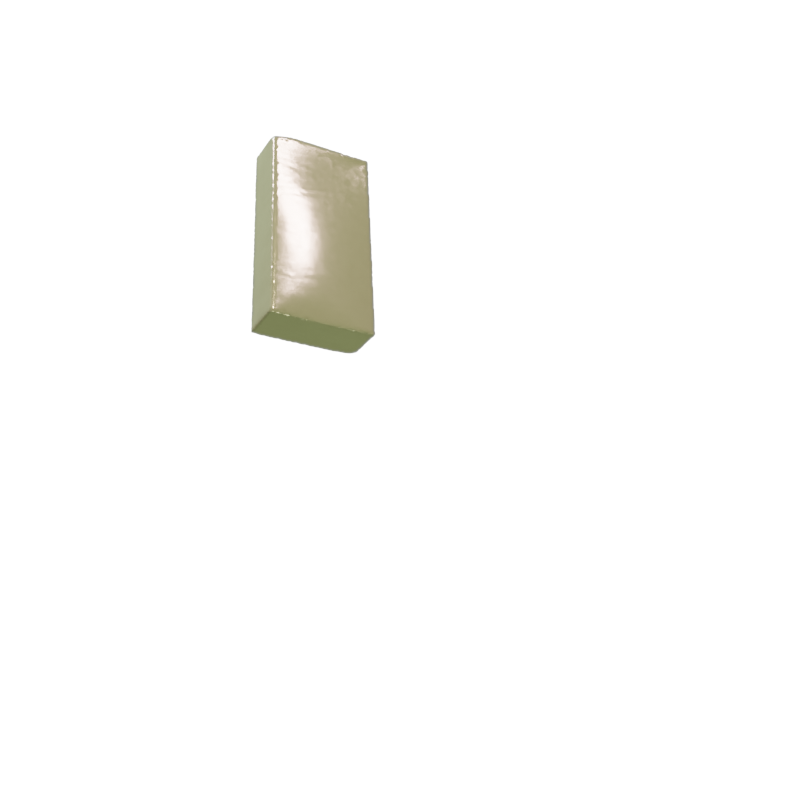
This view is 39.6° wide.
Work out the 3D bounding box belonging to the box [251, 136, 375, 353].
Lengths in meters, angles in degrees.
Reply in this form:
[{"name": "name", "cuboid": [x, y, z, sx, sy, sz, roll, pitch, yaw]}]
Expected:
[{"name": "box", "cuboid": [-0.072, -0.131, 0.913, 0.090, 0.188, 0.047, 12, -33, -24]}]
